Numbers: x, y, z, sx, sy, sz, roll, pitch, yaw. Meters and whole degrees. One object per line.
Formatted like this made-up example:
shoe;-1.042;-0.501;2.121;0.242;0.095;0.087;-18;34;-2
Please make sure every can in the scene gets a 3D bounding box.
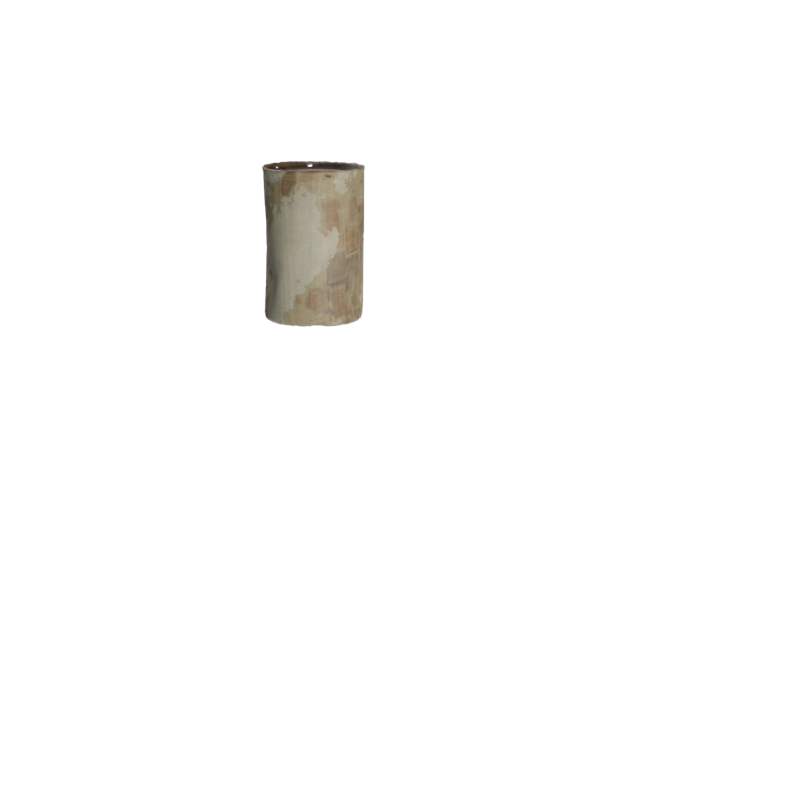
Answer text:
can;-0.058;-0.105;0.738;0.068;0.100;0.070;0;12;-2
